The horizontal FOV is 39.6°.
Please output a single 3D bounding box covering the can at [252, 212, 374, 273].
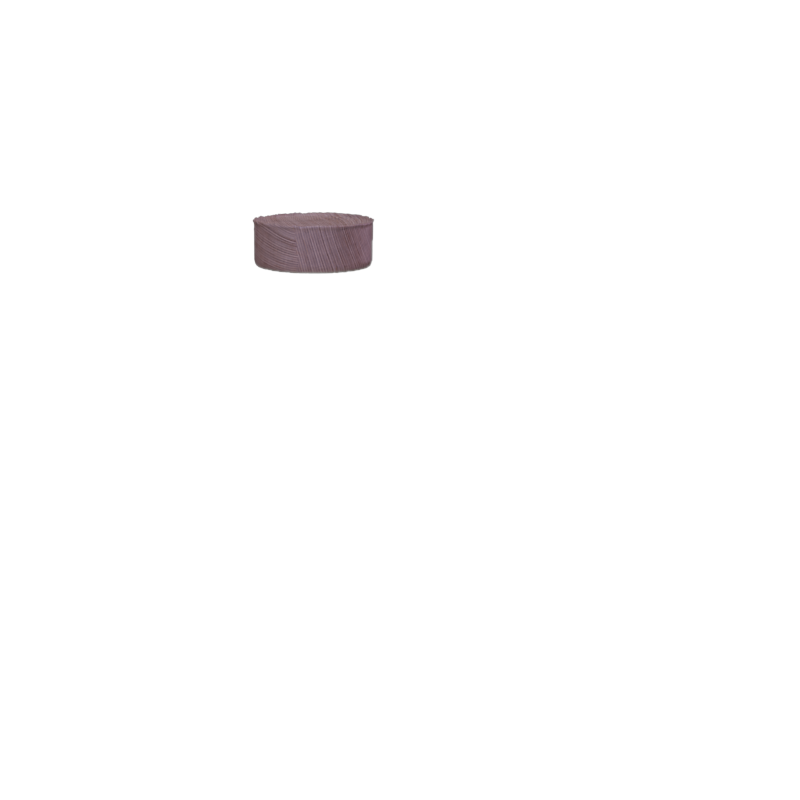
[{"bbox_3d":[-0.062,-0.112,0.788,0.086,0.033,0.088,0,14,-2],"label":"can"}]
